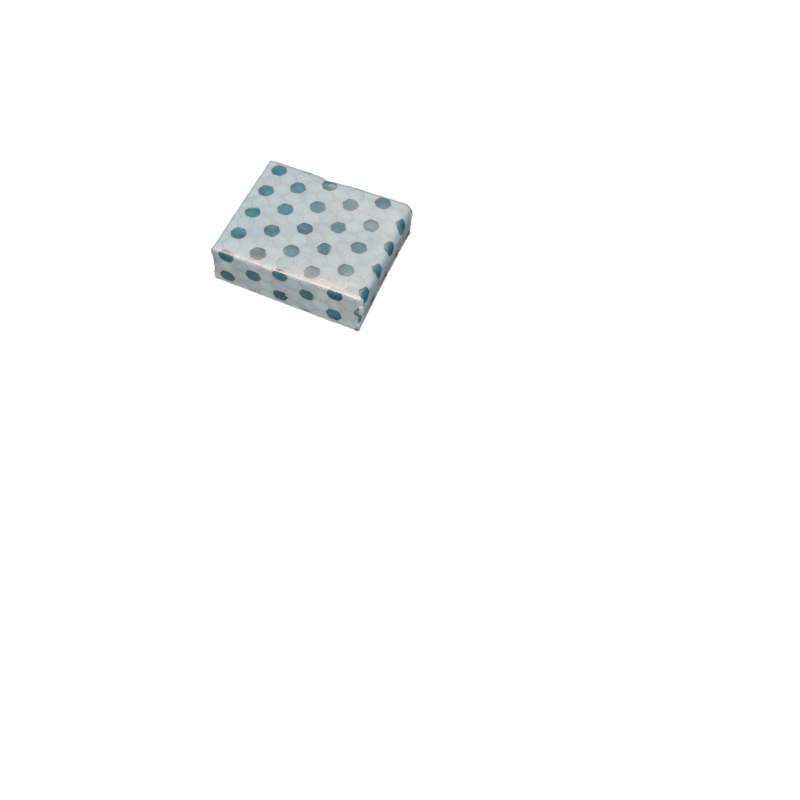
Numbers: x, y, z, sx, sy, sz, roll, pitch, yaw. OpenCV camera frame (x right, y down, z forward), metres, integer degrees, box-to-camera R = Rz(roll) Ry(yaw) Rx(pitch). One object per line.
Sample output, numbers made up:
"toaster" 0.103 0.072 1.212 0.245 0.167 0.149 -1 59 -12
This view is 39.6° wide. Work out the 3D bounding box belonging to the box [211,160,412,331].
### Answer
"box" -0.047 -0.087 0.608 0.092 0.076 0.028 19 -34 13
